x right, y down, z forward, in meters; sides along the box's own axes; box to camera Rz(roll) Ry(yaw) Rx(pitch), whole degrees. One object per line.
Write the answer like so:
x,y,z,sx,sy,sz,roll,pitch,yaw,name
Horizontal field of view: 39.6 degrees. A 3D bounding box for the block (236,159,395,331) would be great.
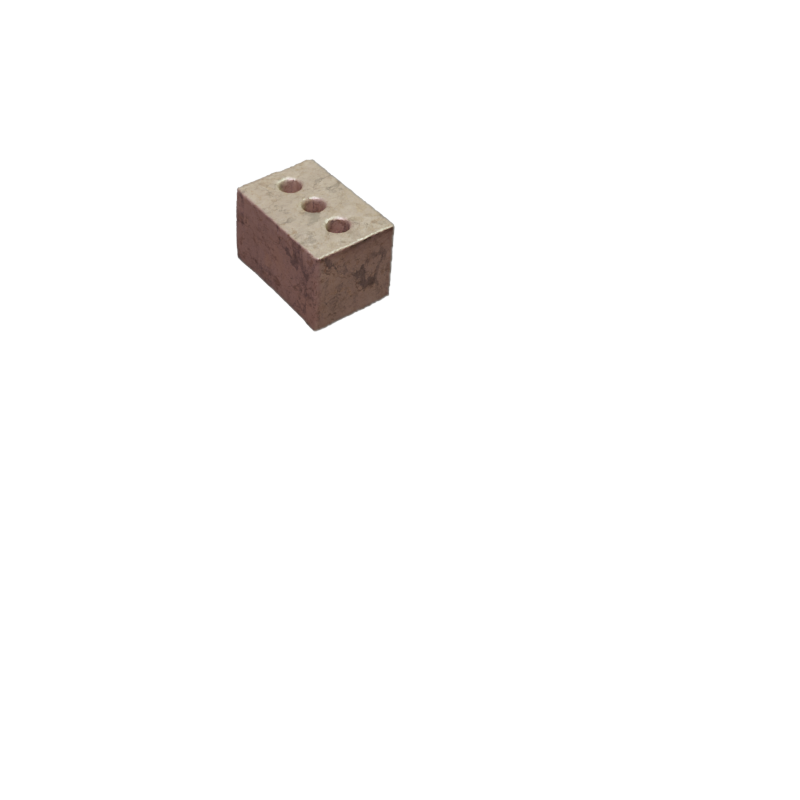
-0.047,-0.086,0.602,0.052,0.048,0.084,-26,49,-27,block
